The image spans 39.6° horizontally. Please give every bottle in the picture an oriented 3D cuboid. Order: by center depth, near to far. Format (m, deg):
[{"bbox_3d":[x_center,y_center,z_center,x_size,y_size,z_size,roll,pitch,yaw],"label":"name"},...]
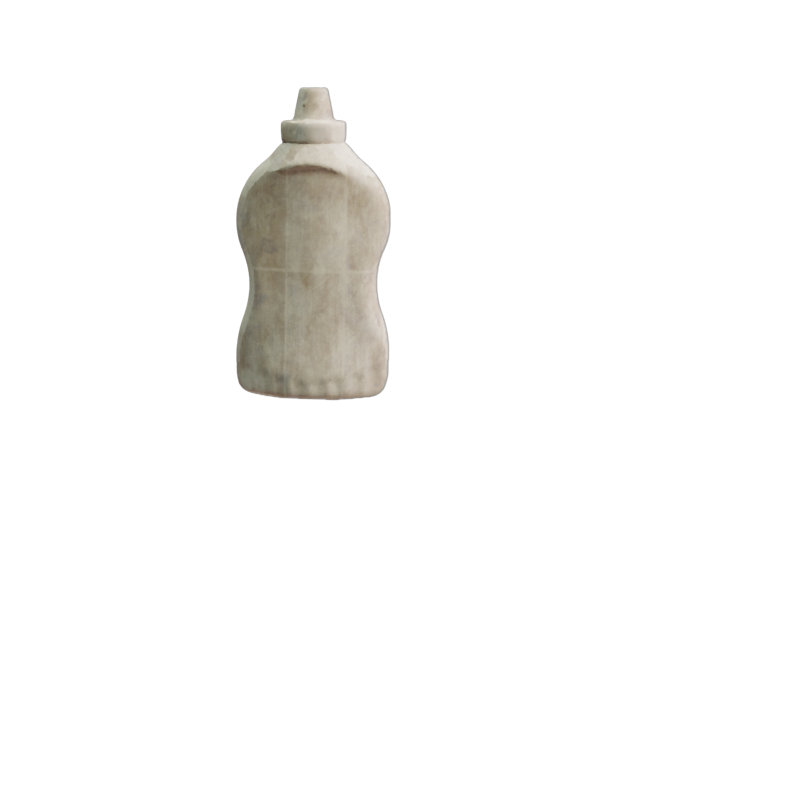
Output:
[{"bbox_3d":[-0.054,-0.099,0.696,0.097,0.187,0.059,2,10,7],"label":"bottle"}]
